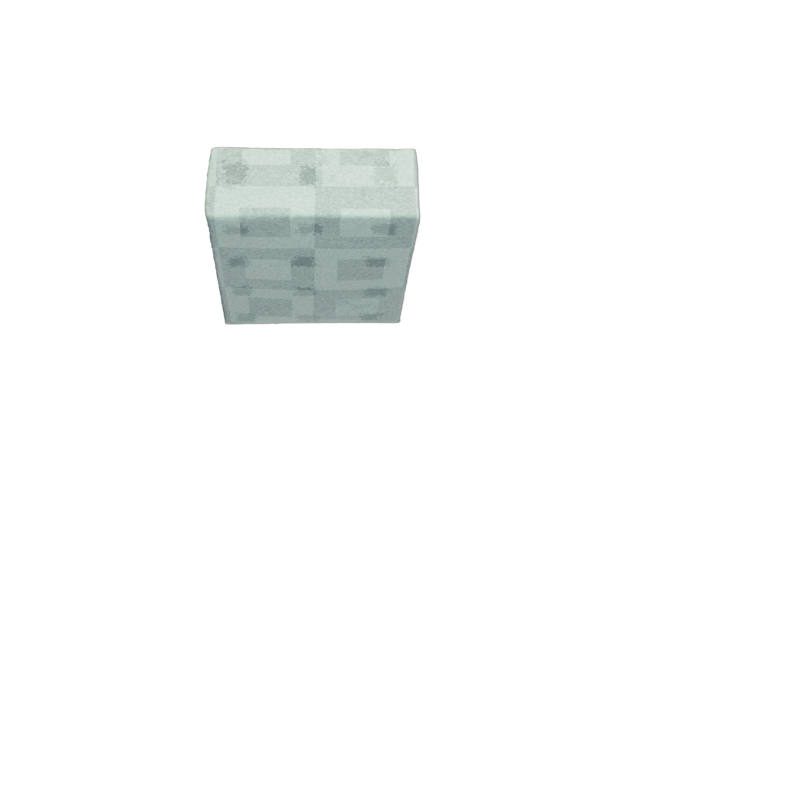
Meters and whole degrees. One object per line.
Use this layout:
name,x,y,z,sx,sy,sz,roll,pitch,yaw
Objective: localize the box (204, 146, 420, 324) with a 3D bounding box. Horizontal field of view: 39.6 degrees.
box,-0.073,-0.134,0.937,0.164,0.076,0.203,0,-21,-3
